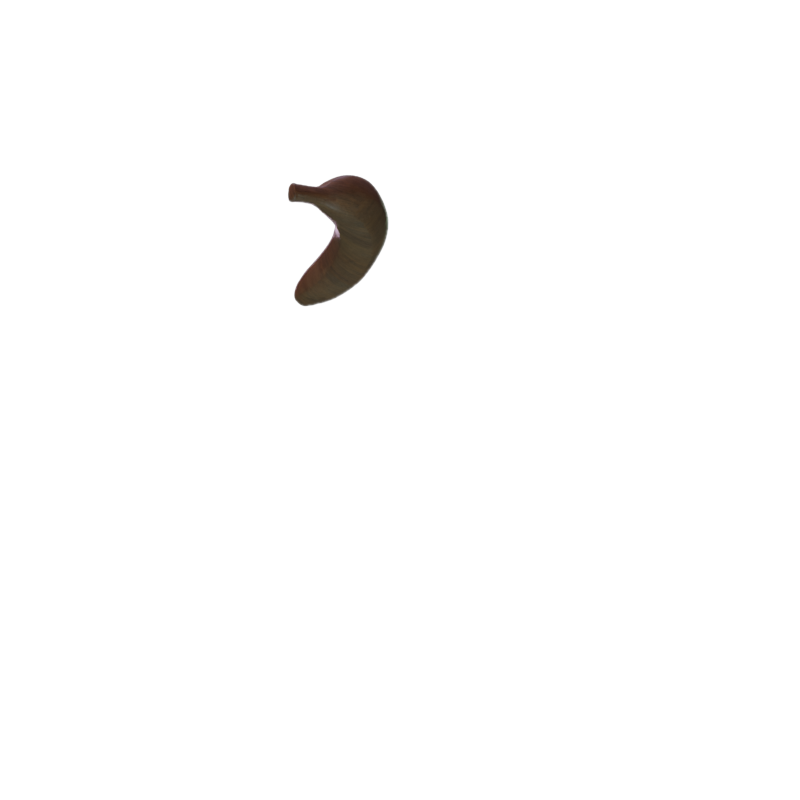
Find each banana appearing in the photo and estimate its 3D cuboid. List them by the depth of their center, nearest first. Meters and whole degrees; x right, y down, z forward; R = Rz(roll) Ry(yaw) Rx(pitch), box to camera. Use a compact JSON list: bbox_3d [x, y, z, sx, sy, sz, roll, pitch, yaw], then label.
[{"bbox_3d":[-0.044,-0.116,0.803,0.069,0.039,0.188,1,-19,-3],"label":"banana"}]
